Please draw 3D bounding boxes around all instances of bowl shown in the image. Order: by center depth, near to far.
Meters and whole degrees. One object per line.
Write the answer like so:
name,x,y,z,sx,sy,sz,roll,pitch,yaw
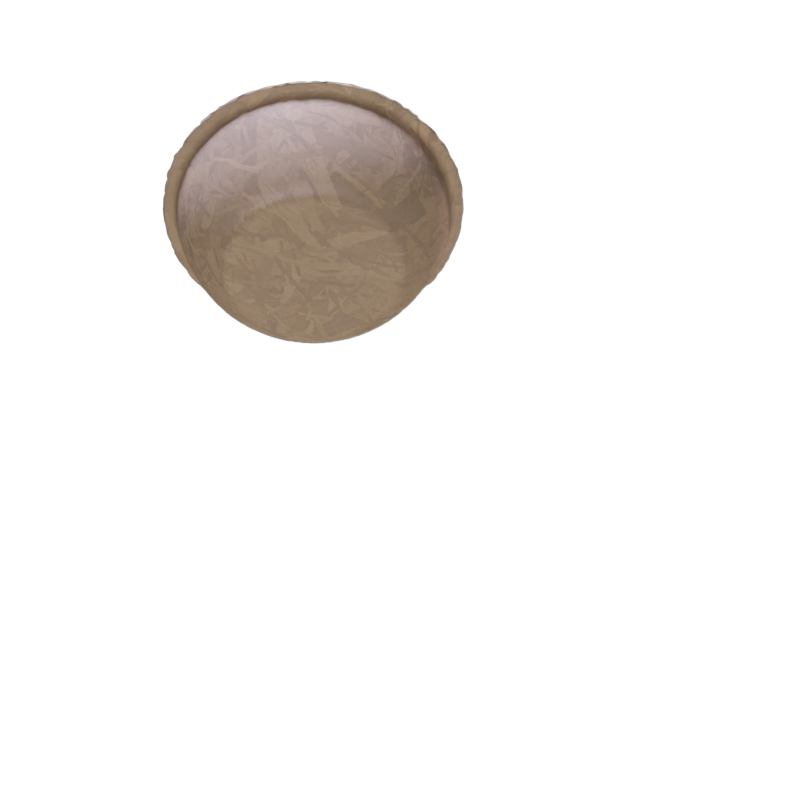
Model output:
bowl,-0.045,-0.082,0.577,0.162,0.151,0.059,1,40,-1
